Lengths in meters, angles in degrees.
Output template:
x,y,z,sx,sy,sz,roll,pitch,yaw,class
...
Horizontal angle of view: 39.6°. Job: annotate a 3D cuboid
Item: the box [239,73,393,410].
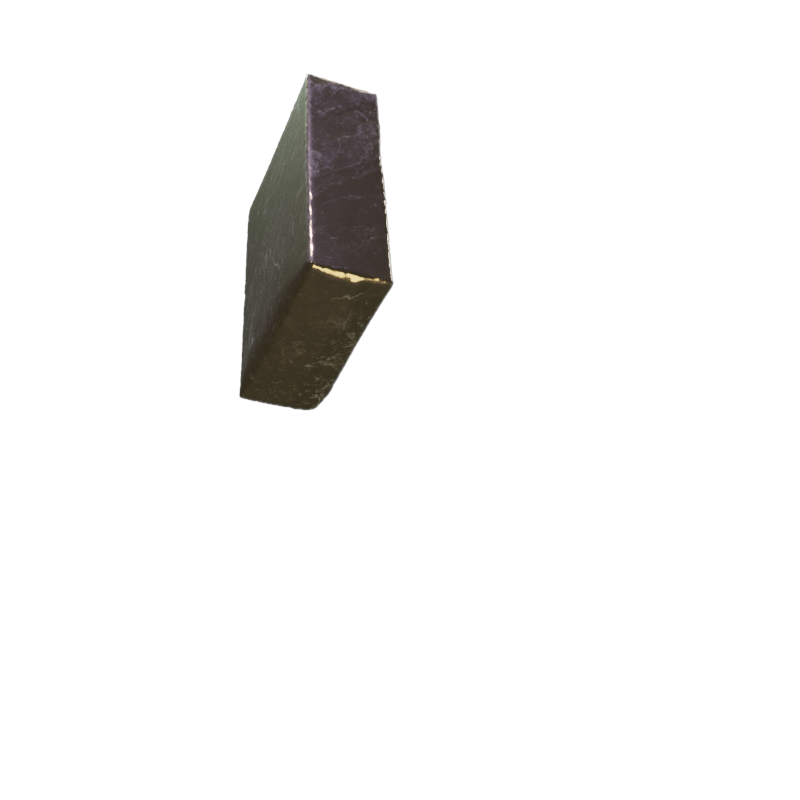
x,y,z,sx,sy,sz,roll,pitch,yaw,class
-0.069,-0.125,0.878,0.070,0.230,0.157,14,-43,-19,box
